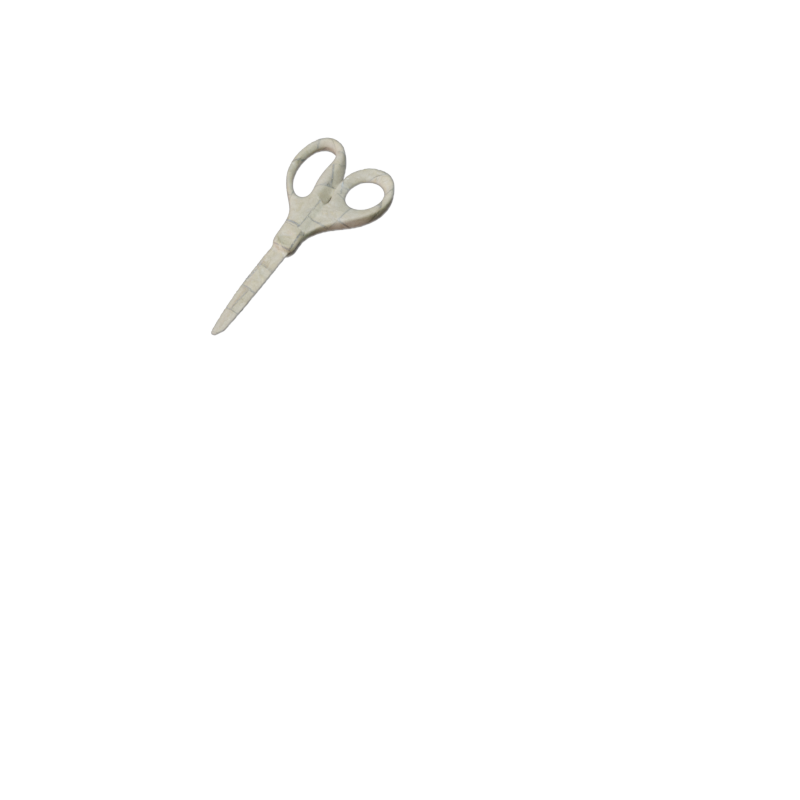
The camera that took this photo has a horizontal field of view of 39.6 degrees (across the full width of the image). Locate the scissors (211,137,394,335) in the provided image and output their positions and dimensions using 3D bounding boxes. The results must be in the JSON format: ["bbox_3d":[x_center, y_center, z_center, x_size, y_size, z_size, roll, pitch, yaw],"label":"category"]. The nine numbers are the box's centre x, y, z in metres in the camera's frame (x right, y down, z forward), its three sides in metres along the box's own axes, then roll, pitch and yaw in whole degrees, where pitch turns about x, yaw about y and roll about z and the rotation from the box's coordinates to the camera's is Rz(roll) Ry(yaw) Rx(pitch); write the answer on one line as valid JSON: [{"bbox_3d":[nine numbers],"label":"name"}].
[{"bbox_3d":[-0.066,-0.121,0.848,0.098,0.212,0.015,12,-33,8],"label":"scissors"}]
